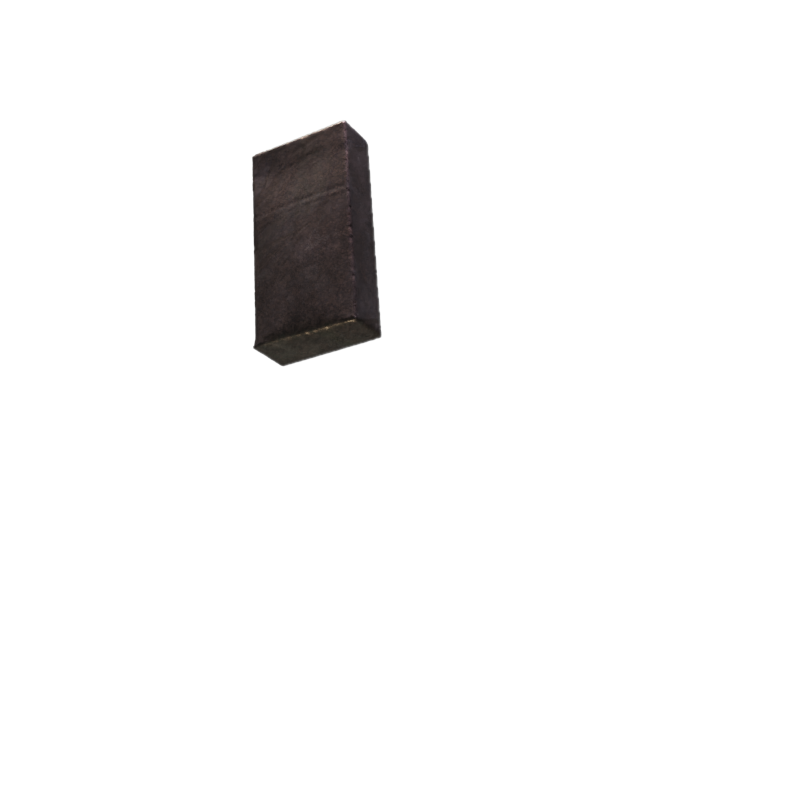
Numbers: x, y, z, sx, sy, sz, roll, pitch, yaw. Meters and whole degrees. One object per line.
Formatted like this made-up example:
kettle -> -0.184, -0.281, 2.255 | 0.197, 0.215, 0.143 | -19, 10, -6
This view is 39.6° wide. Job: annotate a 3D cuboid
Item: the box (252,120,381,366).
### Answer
box -> -0.067, -0.123, 0.863 | 0.094, 0.187, 0.044 | -17, -32, 25
